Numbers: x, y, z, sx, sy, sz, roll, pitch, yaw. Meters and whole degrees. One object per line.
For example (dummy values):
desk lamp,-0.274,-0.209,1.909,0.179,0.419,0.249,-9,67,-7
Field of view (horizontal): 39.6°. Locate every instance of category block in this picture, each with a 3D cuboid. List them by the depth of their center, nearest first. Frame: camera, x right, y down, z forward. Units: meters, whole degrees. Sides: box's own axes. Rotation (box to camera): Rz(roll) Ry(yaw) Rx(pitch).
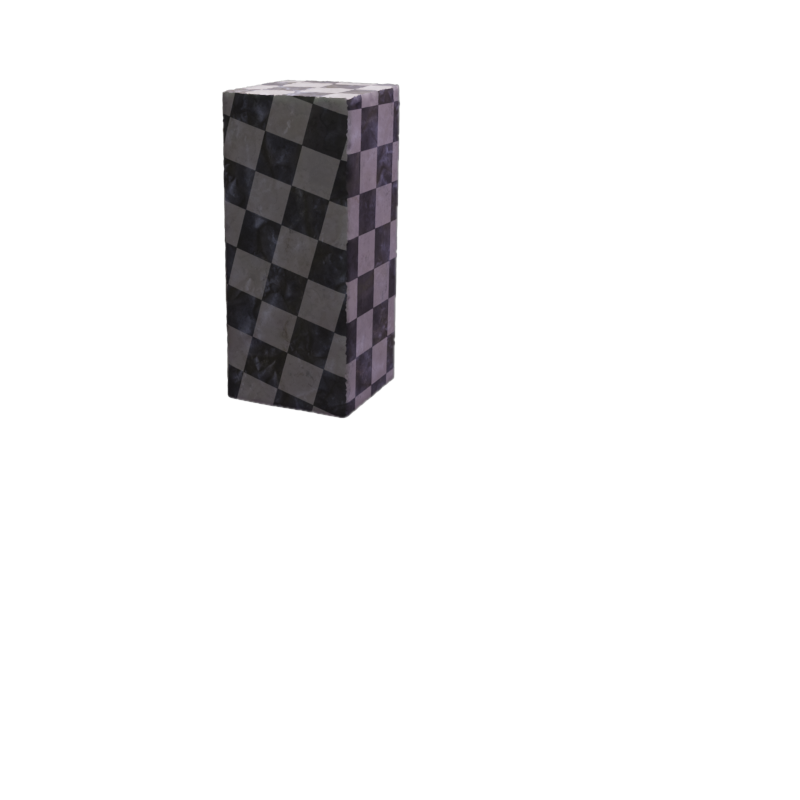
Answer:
block,-0.058,-0.106,0.741,0.093,0.199,0.091,7,16,23
